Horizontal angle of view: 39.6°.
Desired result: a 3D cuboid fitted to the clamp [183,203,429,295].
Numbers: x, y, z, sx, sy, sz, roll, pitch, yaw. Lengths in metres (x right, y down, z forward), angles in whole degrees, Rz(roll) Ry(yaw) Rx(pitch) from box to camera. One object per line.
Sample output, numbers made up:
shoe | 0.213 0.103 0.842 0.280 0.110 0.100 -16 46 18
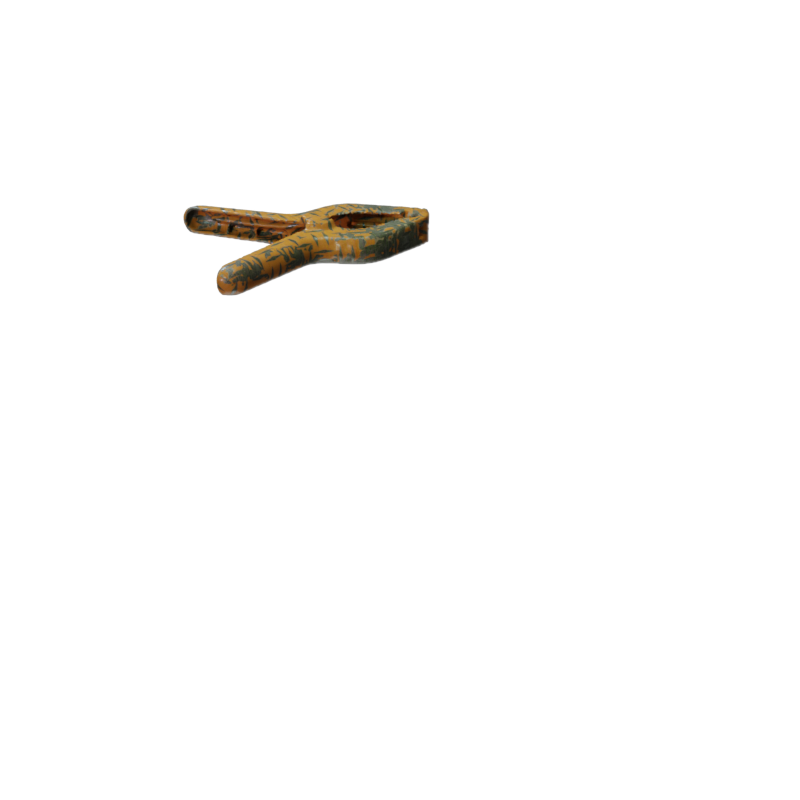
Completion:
clamp | -0.073 -0.133 0.931 0.208 0.034 0.175 -5 29 -9
